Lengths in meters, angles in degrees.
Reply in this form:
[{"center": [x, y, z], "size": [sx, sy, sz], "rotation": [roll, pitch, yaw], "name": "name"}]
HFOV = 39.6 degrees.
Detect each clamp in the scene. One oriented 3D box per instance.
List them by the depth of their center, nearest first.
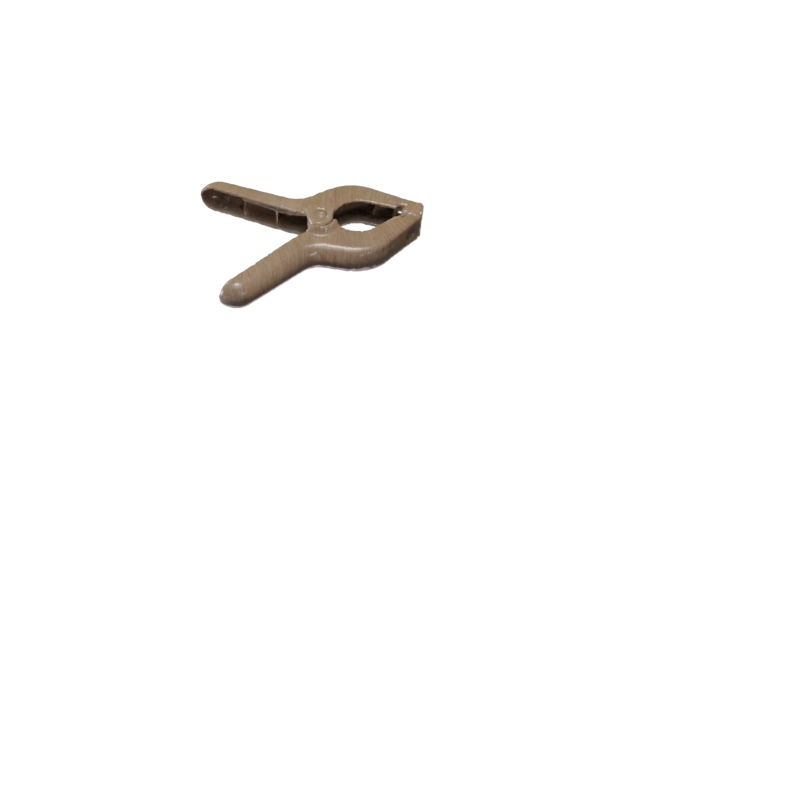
[{"center": [-0.065, -0.119, 0.834], "size": [0.171, 0.129, 0.037], "rotation": [-3, -34, -2], "name": "clamp"}]
